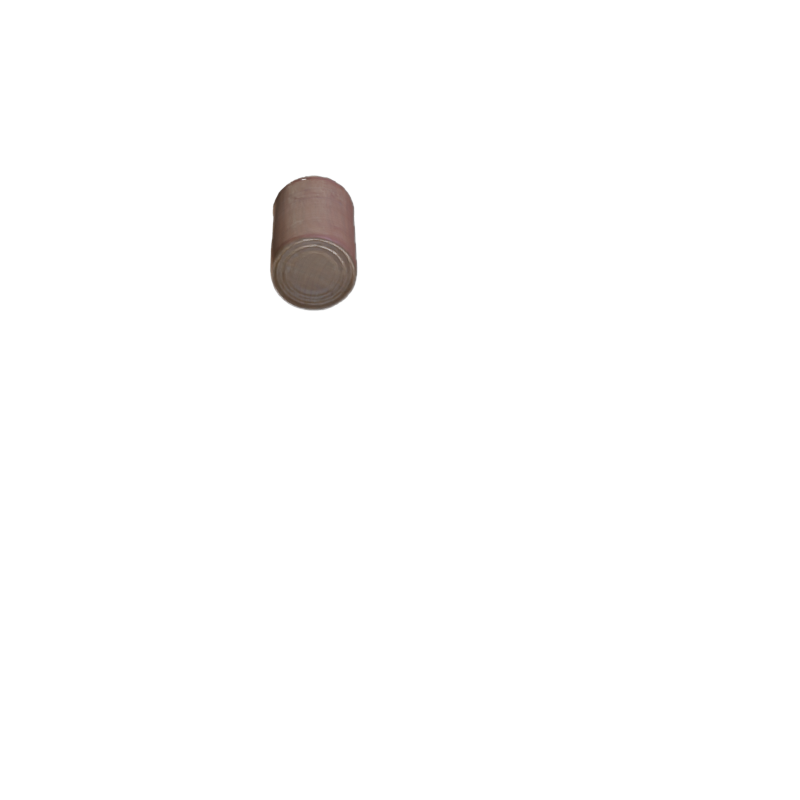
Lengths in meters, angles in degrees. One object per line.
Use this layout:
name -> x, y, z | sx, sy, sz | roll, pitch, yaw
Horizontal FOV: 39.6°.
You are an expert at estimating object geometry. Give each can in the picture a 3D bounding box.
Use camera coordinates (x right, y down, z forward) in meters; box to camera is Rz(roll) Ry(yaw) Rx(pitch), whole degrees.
can -> -0.069, -0.125, 0.876 | 0.068, 0.064, 0.109 | -1, 34, -3
